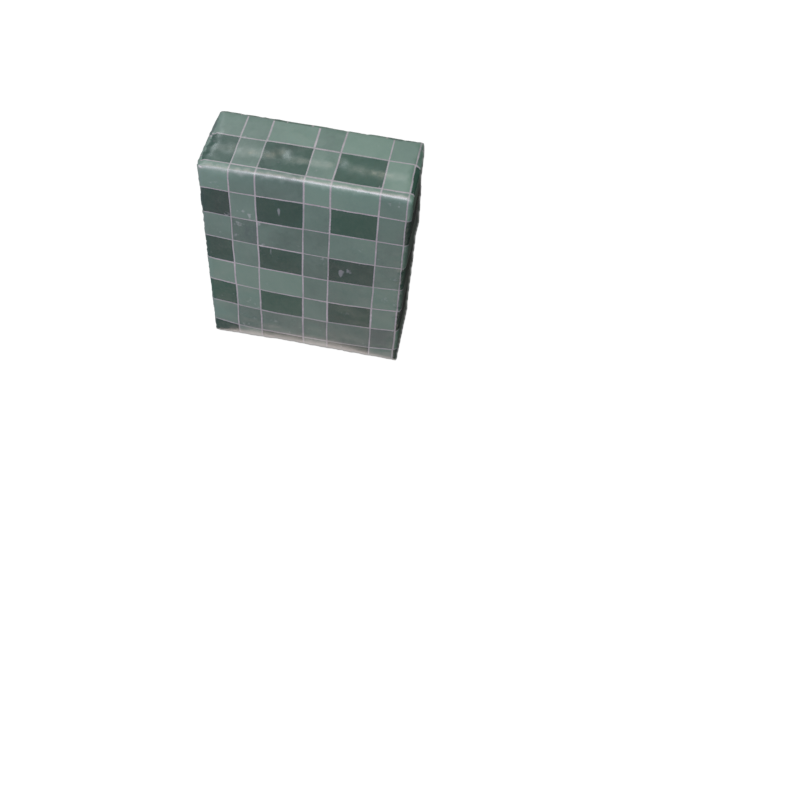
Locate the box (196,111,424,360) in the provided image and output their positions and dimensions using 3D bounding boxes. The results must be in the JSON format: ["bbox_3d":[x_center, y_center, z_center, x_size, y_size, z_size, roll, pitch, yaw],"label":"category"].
[{"bbox_3d":[-0.071,-0.129,0.904,0.166,0.076,0.200,11,-34,5],"label":"box"}]
